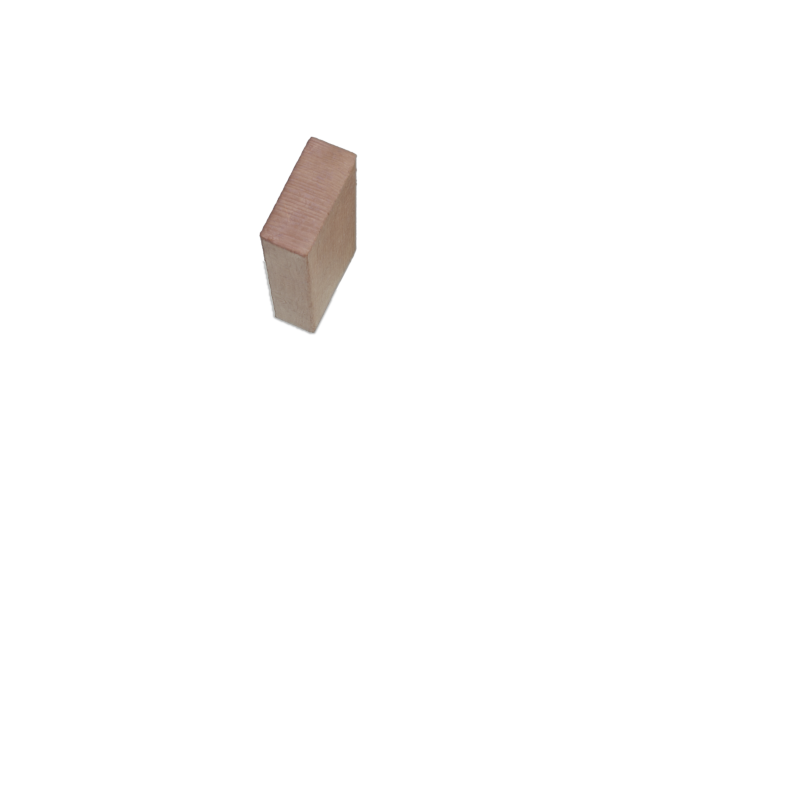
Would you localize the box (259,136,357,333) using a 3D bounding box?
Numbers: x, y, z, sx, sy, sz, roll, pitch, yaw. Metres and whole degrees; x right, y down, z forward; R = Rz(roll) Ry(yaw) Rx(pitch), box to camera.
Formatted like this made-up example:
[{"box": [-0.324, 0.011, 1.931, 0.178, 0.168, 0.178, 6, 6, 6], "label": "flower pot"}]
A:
[{"box": [-0.069, -0.127, 0.889, 0.049, 0.096, 0.169, 24, -16, 2], "label": "box"}]
